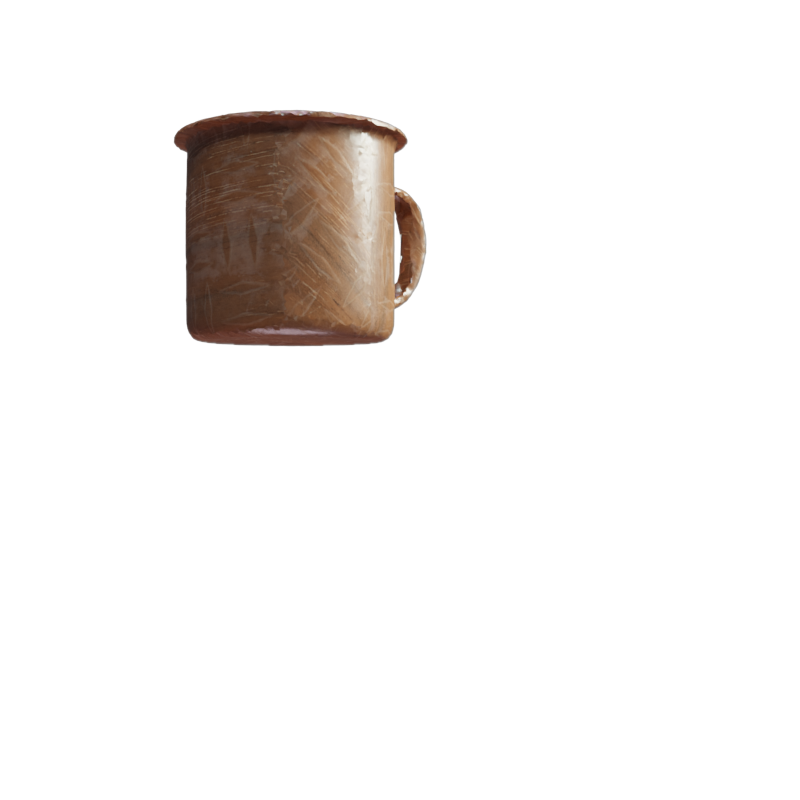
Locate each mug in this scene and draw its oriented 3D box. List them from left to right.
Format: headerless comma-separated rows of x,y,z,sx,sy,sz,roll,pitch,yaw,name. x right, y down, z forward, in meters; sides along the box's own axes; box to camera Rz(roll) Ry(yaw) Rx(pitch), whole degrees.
-0.035,-0.064,0.446,0.112,0.083,0.096,2,-4,-44,mug
